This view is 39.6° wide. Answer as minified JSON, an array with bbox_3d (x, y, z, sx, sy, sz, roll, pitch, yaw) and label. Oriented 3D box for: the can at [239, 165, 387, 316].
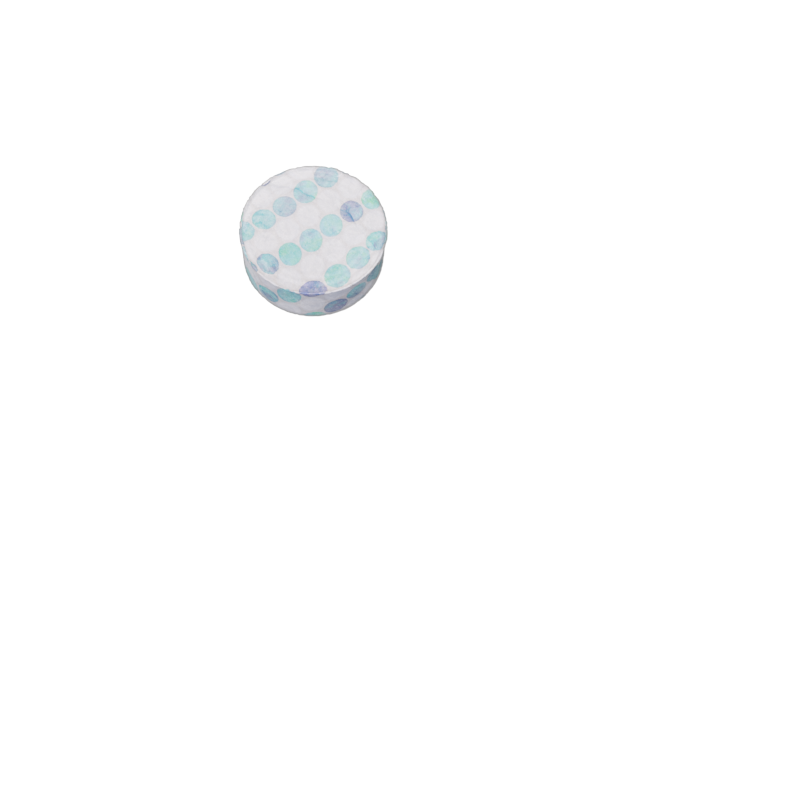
[{"bbox_3d":[-0.051,-0.093,0.653,0.086,0.091,0.032,-1,-27,-1],"label":"can"}]
